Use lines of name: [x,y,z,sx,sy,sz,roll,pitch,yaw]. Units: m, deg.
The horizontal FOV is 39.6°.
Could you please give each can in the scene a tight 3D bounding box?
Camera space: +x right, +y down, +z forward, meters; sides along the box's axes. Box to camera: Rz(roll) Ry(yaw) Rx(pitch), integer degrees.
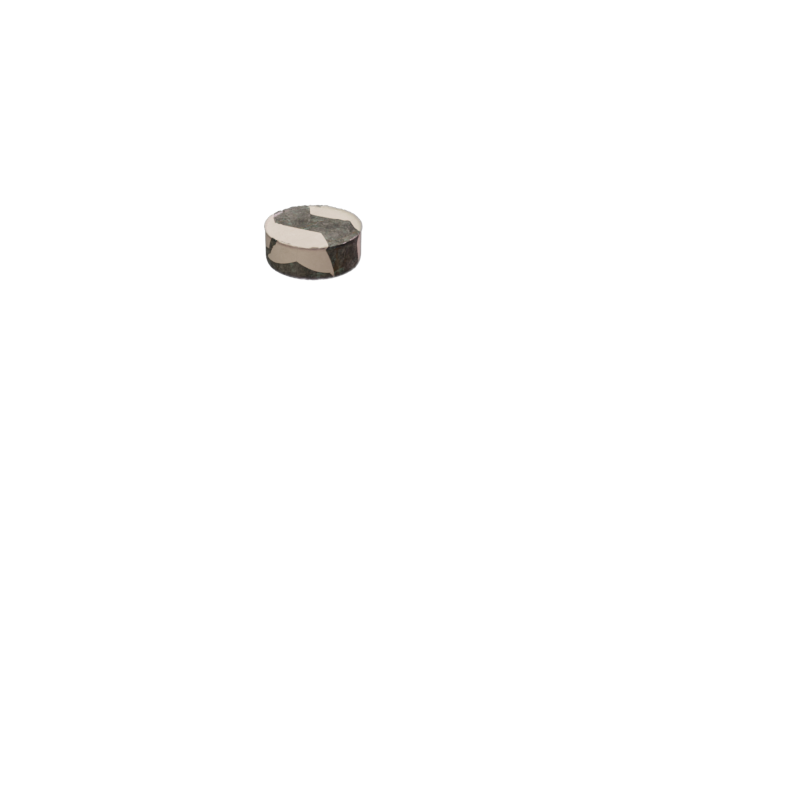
can: [-0.076,-0.139,0.974,0.086,0.032,0.091,-1,32,-2]
